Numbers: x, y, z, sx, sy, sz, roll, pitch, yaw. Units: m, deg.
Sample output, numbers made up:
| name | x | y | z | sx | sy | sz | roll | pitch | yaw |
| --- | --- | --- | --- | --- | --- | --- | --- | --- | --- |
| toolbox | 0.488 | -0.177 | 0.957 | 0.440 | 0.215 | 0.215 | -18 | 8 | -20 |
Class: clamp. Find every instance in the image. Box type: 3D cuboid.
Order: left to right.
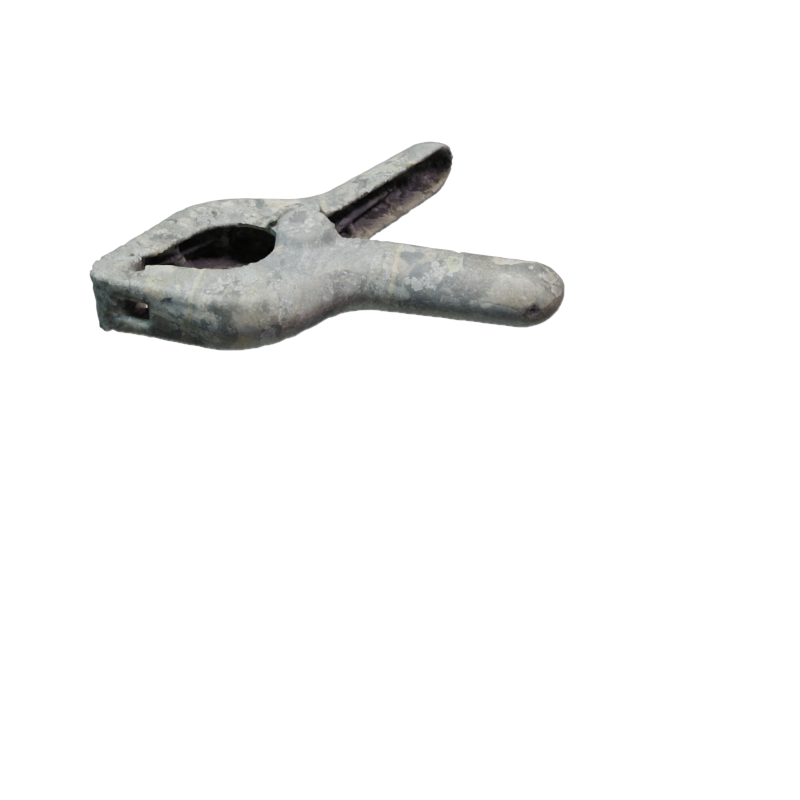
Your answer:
| name | x | y | z | sx | sy | sz | roll | pitch | yaw |
| --- | --- | --- | --- | --- | --- | --- | --- | --- | --- |
| clamp | -0.034 | -0.063 | 0.439 | 0.170 | 0.037 | 0.129 | -5 | 33 | -8 |
